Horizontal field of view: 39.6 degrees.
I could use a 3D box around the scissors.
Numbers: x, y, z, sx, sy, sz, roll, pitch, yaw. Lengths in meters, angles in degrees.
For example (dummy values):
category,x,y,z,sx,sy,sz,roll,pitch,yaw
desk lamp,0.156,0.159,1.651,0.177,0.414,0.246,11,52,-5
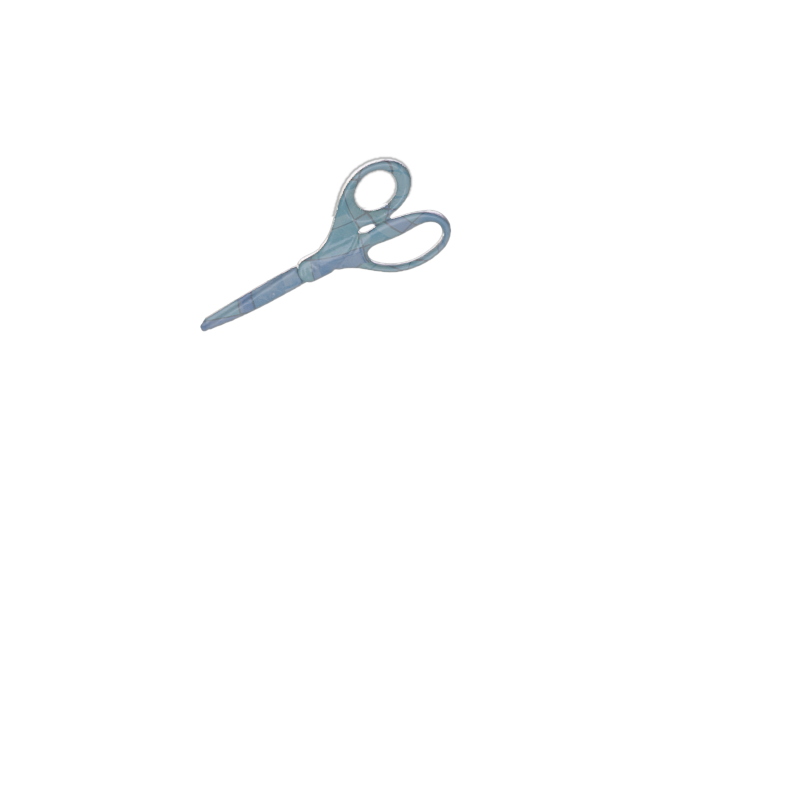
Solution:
category,x,y,z,sx,sy,sz,roll,pitch,yaw
scissors,-0.064,-0.117,0.822,0.202,0.092,0.016,-13,19,5
